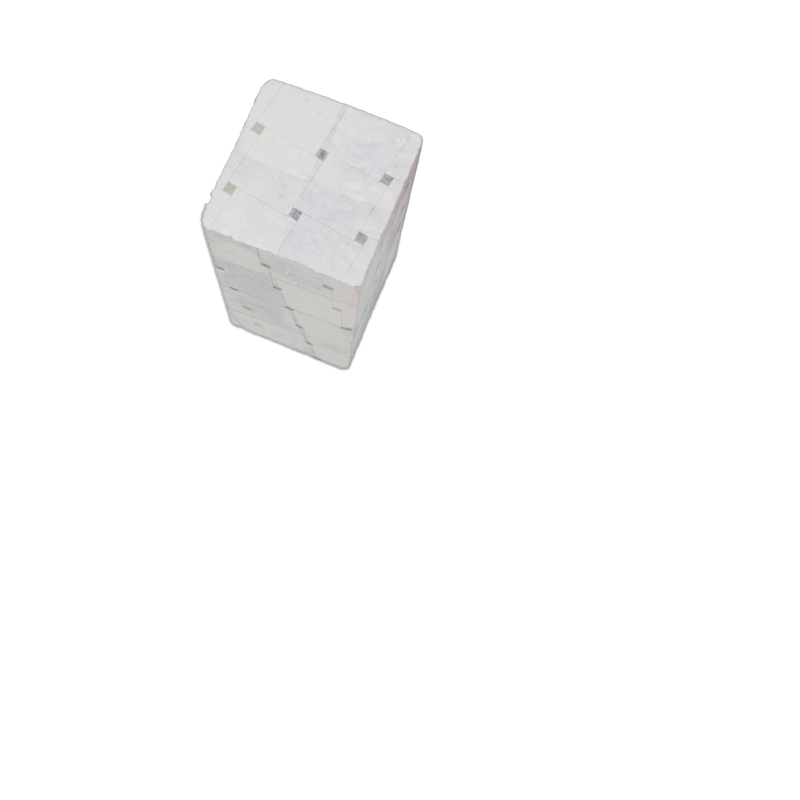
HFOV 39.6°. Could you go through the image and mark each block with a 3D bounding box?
[{"bbox_3d":[-0.052,-0.094,0.655,0.091,0.093,0.200,22,-12,1],"label":"block"}]
